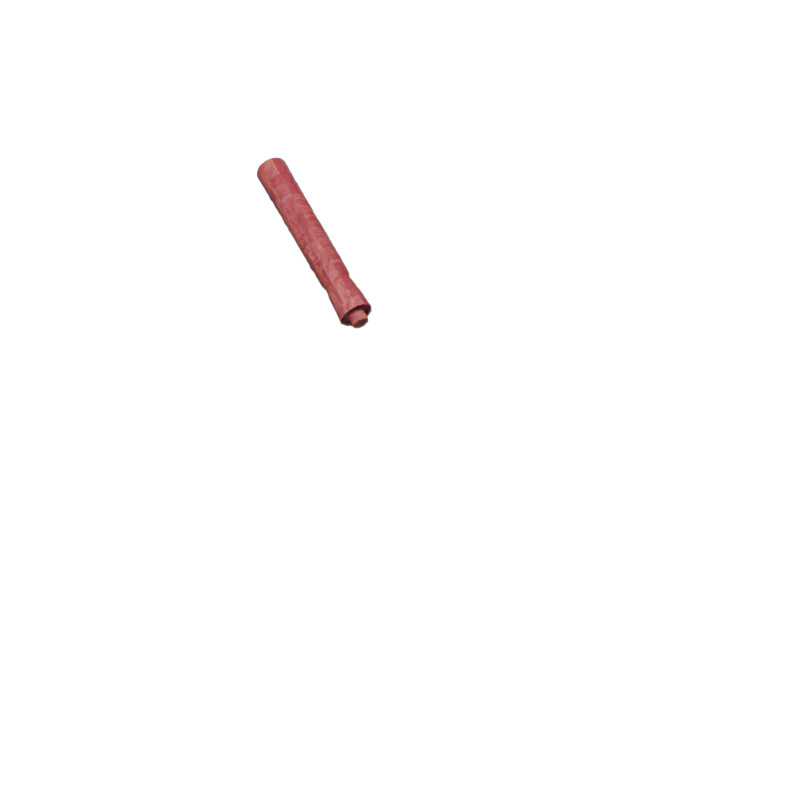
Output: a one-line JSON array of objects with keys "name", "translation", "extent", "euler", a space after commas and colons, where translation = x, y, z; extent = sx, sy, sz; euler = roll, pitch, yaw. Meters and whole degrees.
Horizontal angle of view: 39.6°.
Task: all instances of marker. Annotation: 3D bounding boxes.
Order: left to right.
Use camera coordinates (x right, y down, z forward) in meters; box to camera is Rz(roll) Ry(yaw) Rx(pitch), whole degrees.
[{"name": "marker", "translation": [-0.049, -0.089, 0.625], "extent": [0.020, 0.130, 0.018], "euler": [-21, -32, -15]}]
